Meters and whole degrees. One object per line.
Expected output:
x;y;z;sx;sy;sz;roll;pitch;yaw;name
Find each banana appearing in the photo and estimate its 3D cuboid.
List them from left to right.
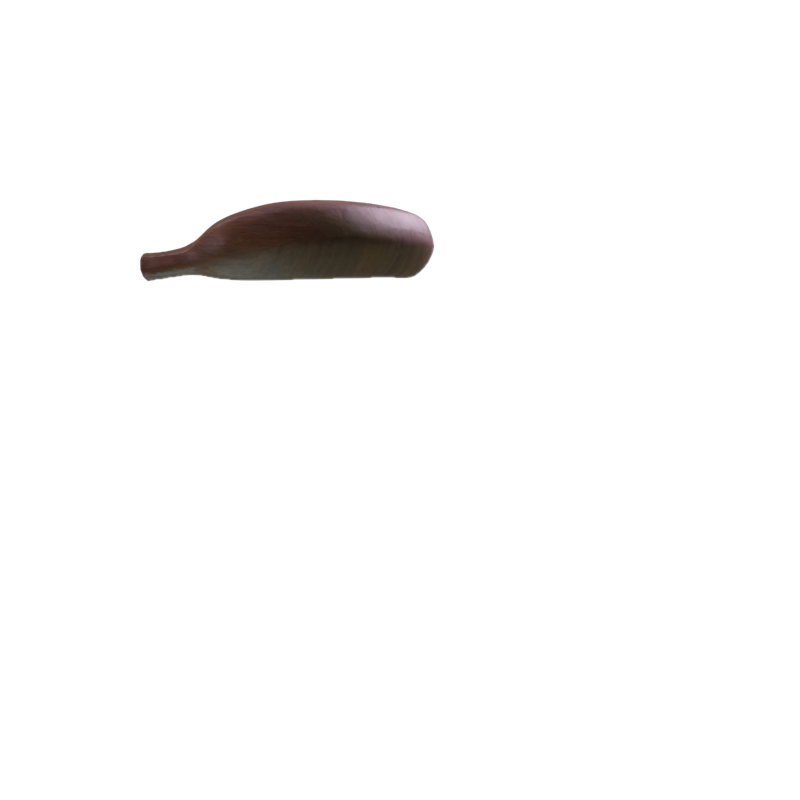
-0.030;-0.077;0.535;0.072;0.036;0.191;4;8;37;banana
